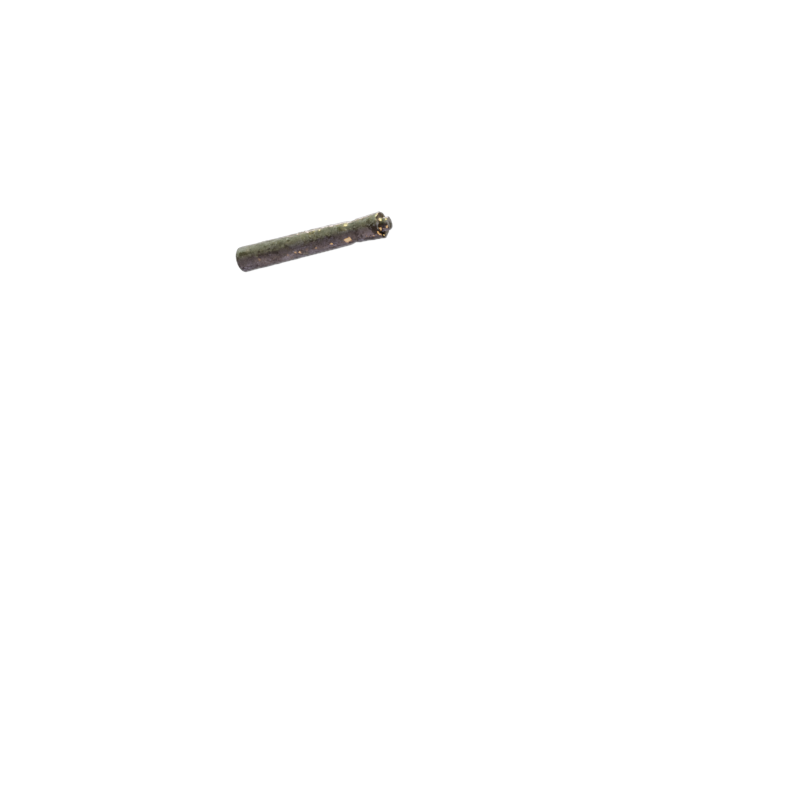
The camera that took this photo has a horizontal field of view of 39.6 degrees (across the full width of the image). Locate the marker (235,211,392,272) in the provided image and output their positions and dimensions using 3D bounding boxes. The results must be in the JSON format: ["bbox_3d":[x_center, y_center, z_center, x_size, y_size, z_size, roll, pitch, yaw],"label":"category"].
[{"bbox_3d":[-0.061,-0.111,0.779,0.123,0.020,0.019,-10,-1,28],"label":"marker"}]
